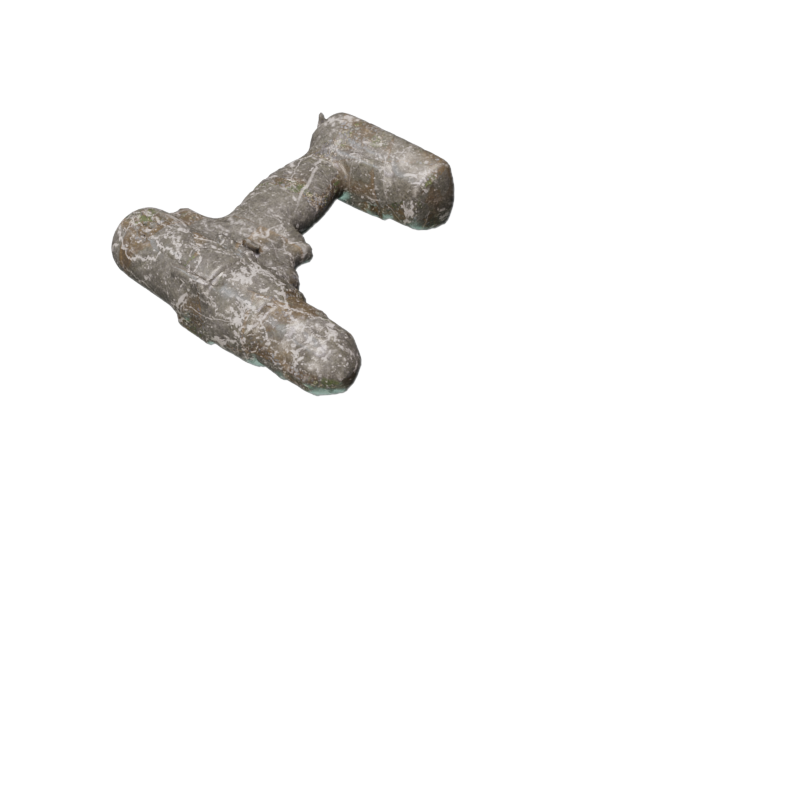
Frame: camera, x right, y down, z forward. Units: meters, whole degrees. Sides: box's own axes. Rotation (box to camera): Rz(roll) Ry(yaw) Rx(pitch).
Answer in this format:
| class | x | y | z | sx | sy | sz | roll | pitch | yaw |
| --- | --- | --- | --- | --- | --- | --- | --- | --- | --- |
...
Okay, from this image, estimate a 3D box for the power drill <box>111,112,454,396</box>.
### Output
| class | x | y | z | sx | sy | sz | roll | pitch | yaw |
| --- | --- | --- | --- | --- | --- | --- | --- | --- | --- |
| power drill | -0.052 | -0.096 | 0.669 | 0.196 | 0.053 | 0.189 | 32 | 52 | 28 |
